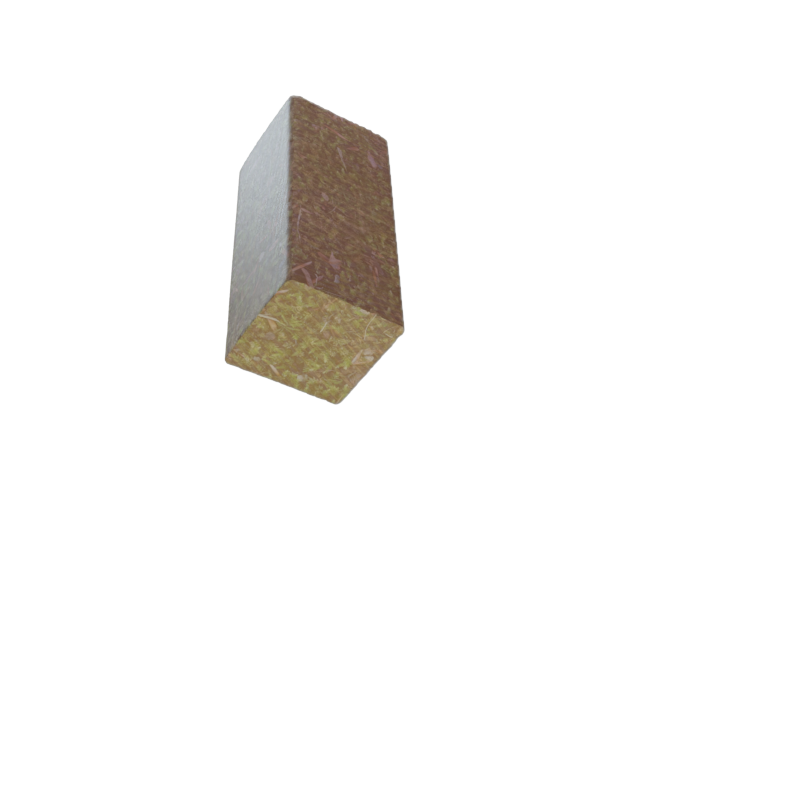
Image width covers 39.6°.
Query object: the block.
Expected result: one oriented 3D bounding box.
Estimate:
[{"bbox_3d":[-0.062,-0.115,0.799,0.087,0.221,0.088,22,-50,-24],"label":"block"}]
